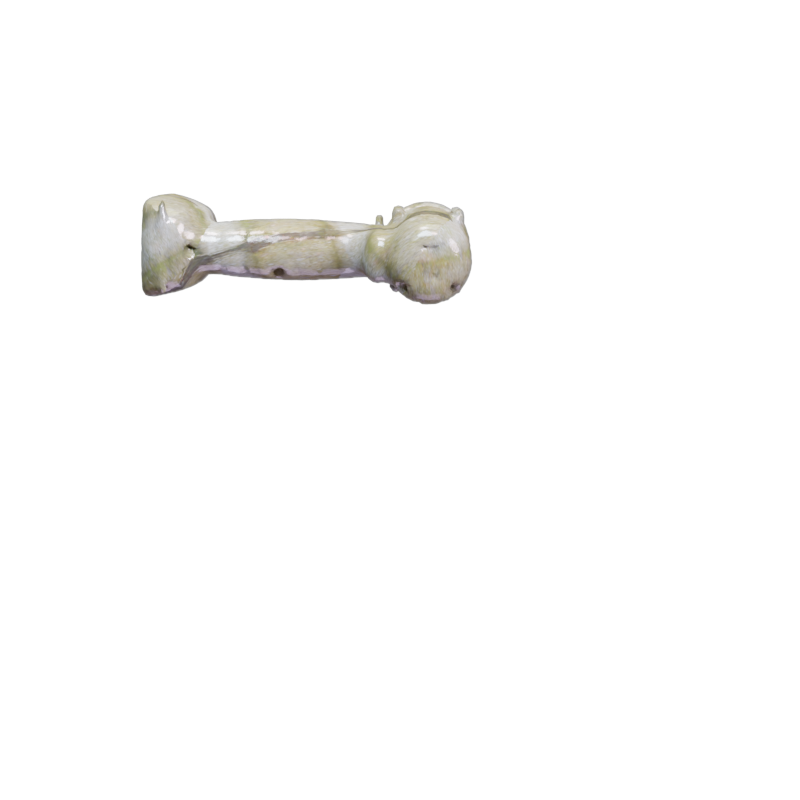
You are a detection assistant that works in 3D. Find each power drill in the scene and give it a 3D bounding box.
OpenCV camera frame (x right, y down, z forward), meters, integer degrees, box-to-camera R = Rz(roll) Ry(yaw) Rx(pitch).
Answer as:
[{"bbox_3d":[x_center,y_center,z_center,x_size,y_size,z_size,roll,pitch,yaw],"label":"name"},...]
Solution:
[{"bbox_3d":[-0.052,-0.095,0.664,0.188,0.056,0.187,0,11,2],"label":"power drill"}]
